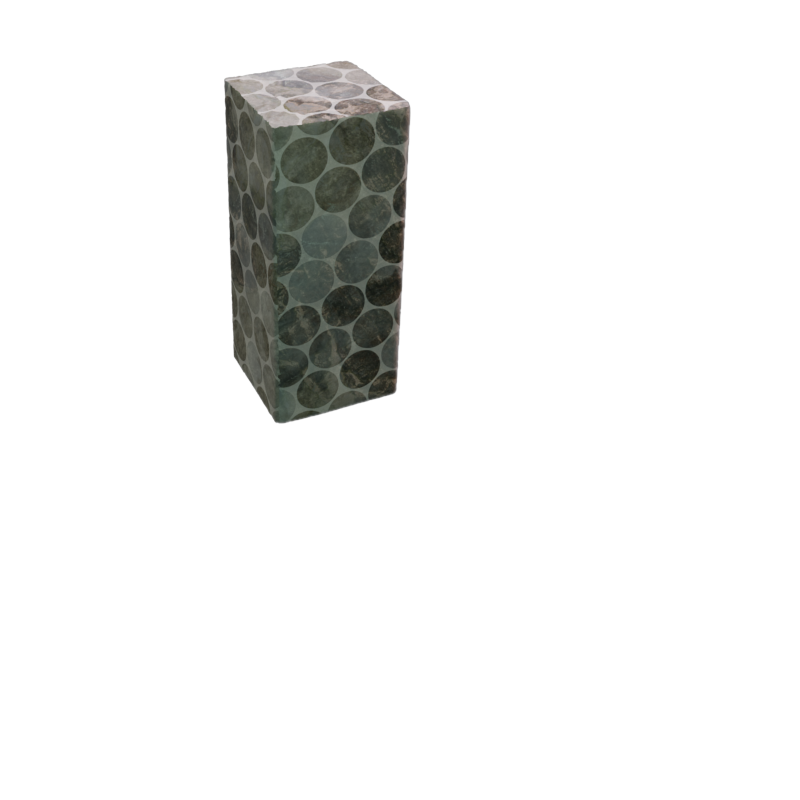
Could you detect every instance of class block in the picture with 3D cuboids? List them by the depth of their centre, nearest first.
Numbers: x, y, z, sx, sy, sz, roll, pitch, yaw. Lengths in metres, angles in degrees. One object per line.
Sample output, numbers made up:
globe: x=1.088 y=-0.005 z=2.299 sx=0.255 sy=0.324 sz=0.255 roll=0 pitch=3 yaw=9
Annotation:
block: x=-0.055 y=-0.102 z=0.715 sx=0.089 sy=0.194 sz=0.098 roll=-12 pitch=33 yaw=-23
